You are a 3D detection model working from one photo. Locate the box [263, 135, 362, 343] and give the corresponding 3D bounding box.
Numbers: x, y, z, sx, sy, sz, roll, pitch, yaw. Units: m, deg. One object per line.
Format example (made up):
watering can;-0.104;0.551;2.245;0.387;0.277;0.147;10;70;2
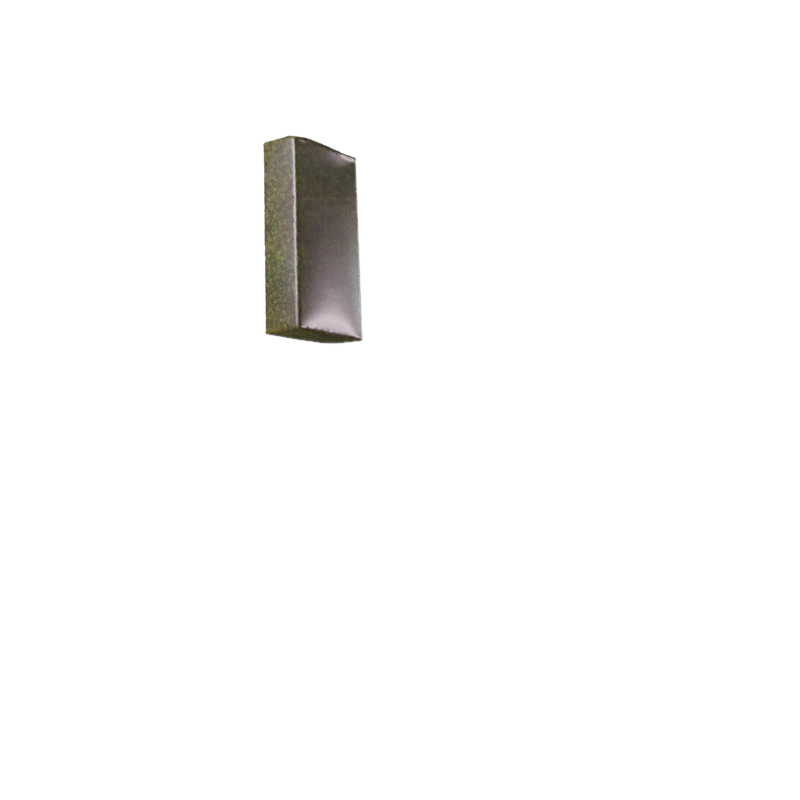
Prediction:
box;-0.078;-0.142;0.996;0.049;0.182;0.088;-10;-14;36
